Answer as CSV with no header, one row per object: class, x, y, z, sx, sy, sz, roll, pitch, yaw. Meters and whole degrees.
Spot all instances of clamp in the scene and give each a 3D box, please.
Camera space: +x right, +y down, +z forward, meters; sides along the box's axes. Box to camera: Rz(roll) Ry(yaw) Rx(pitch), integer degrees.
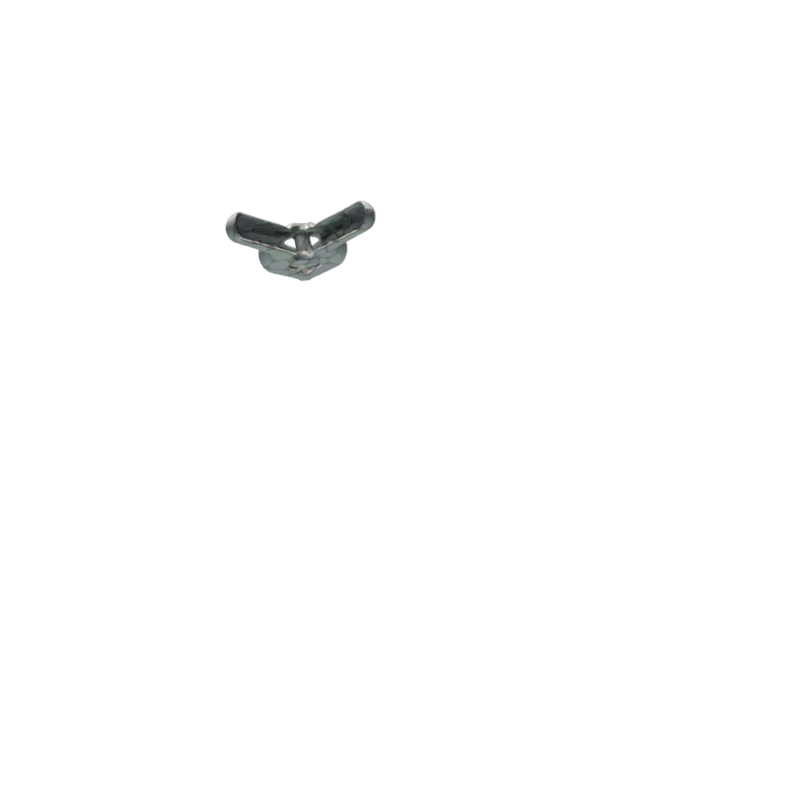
clamp,-0.075,-0.137,0.957,0.121,0.040,0.166,-1,-4,6
